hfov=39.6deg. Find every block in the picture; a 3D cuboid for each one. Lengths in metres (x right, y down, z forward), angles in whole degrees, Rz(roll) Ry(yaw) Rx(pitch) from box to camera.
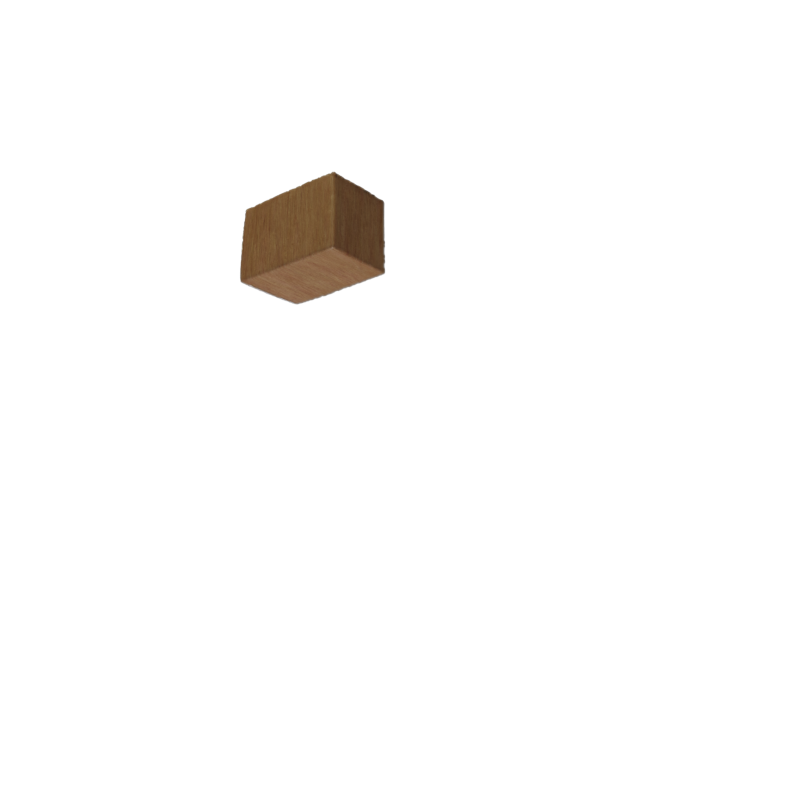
[{"bbox_3d":[-0.054,-0.099,0.695,0.079,0.054,0.049,-17,-27,35],"label":"block"}]
